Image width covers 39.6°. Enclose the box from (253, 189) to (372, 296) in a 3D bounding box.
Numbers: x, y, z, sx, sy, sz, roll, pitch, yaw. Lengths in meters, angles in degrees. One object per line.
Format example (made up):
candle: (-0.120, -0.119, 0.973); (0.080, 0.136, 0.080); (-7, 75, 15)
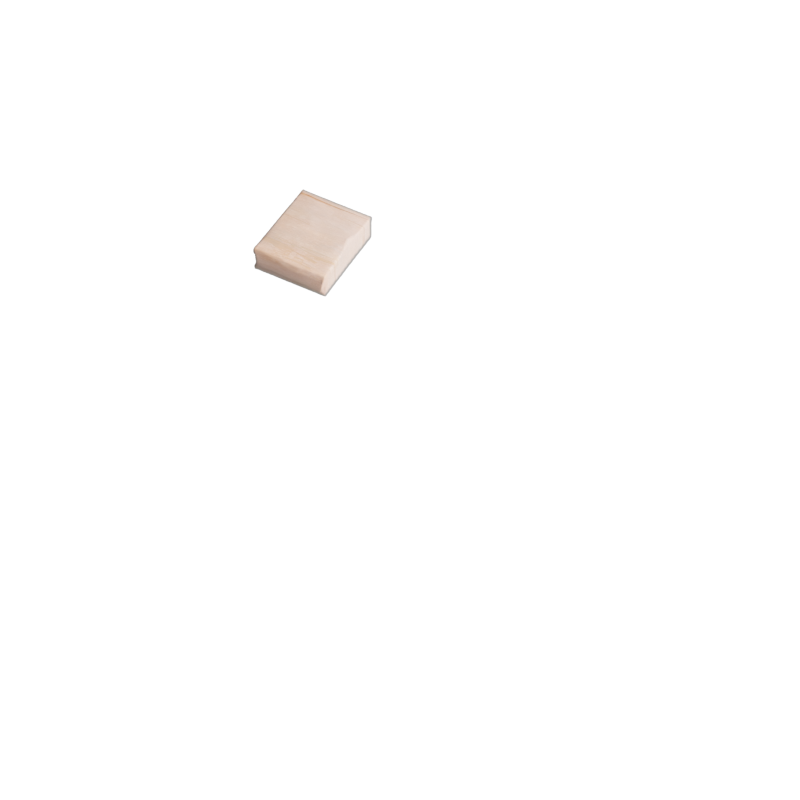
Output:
box: (-0.077, -0.141, 0.986); (0.076, 0.092, 0.028); (22, -38, 18)
